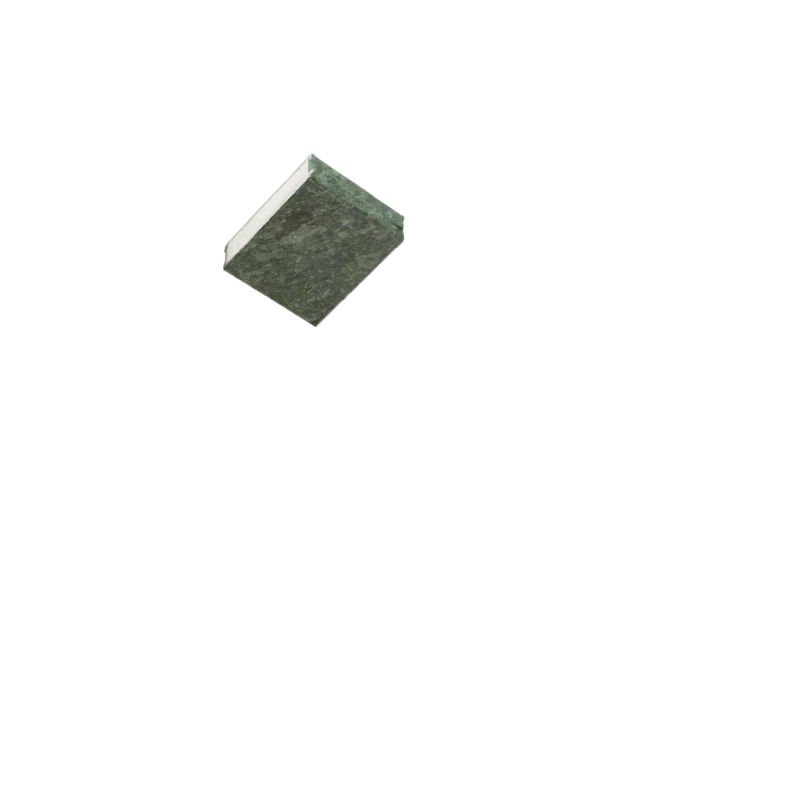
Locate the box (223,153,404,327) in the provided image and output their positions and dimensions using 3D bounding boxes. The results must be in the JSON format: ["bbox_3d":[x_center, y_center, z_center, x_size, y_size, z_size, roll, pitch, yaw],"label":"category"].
[{"bbox_3d":[-0.052,-0.096,0.671,0.069,0.032,0.088,33,-59,-24],"label":"box"}]
